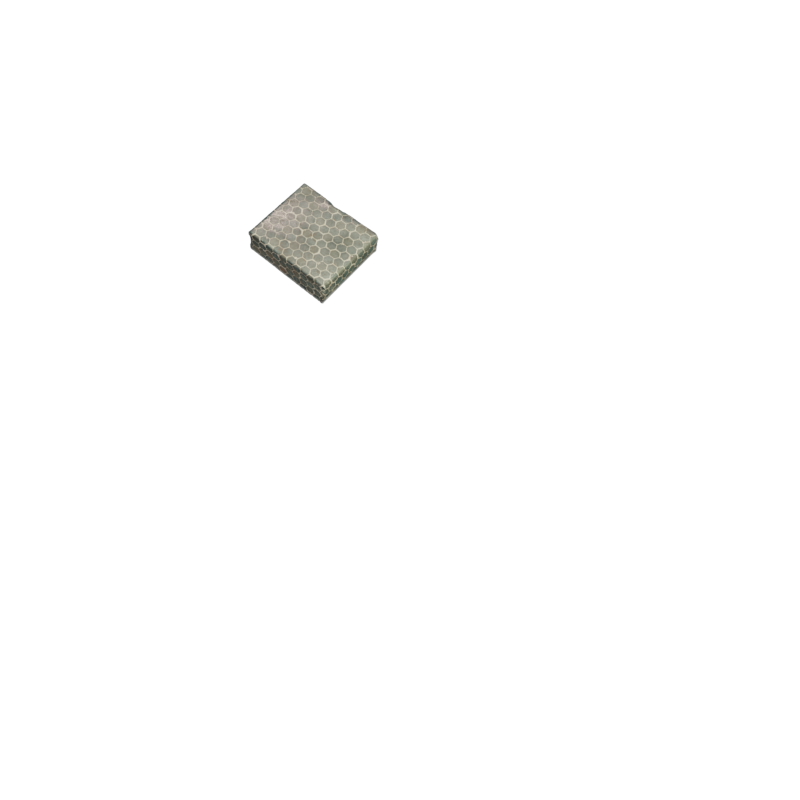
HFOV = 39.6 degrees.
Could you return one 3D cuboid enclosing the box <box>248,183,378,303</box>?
[{"bbox_3d":[-0.076,-0.139,0.971,0.094,0.074,0.028,37,-25,20],"label":"box"}]
